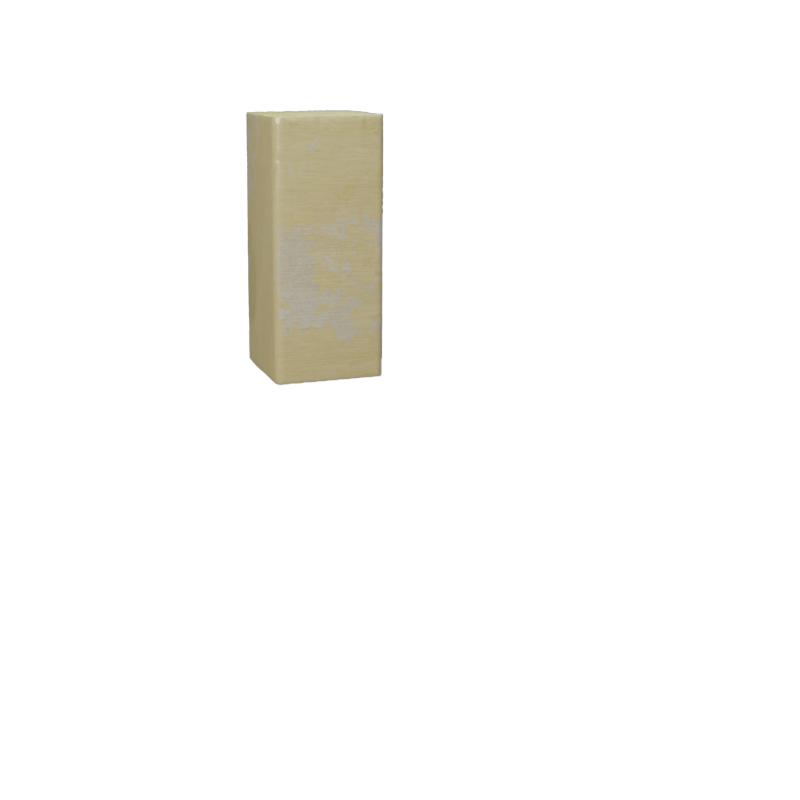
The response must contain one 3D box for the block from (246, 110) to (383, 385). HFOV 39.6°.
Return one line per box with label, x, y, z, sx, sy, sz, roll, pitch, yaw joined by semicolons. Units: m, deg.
block;-0.070;-0.127;0.888;0.089;0.201;0.094;-3;11;-19
